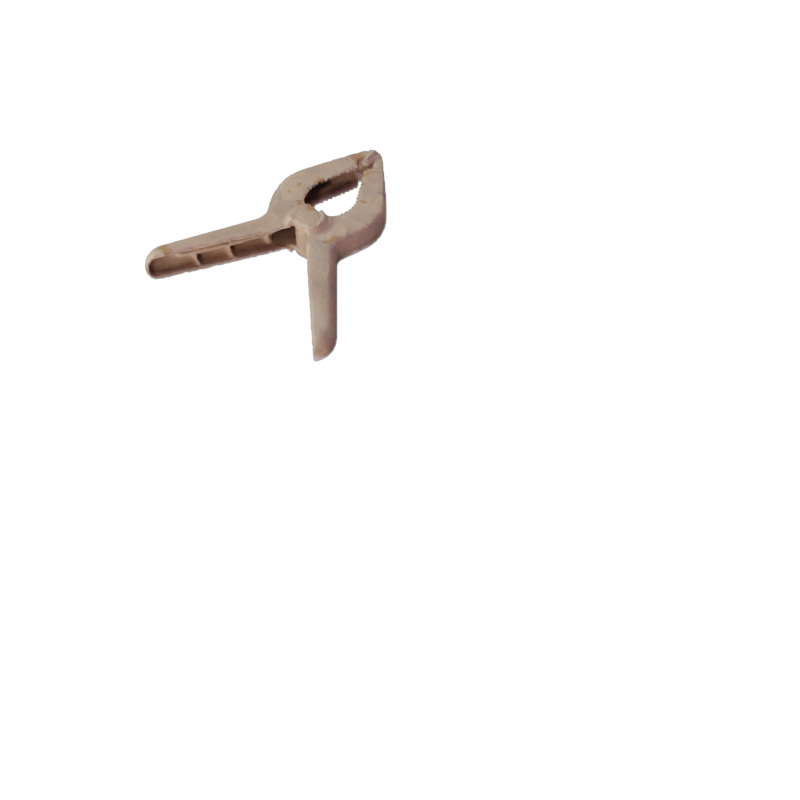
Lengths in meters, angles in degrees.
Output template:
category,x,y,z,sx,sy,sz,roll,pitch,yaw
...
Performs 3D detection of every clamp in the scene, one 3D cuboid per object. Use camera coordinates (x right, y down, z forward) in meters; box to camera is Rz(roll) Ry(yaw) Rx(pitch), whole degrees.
category,x,y,z,sx,sy,sz,roll,pitch,yaw
clamp,-0.066,-0.121,0.848,0.174,0.034,0.213,31,55,25
